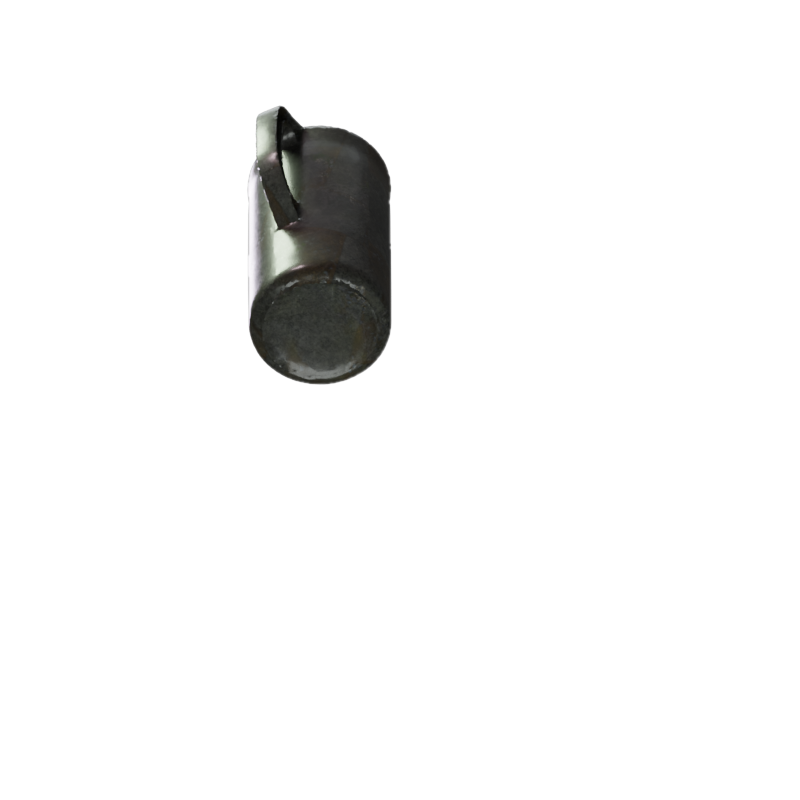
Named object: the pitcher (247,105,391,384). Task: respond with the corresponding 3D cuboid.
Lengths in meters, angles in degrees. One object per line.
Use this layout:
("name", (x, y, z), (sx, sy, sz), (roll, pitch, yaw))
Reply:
("pitcher", (-0.072, -0.132, 0.926), (0.146, 0.139, 0.259), (17, 31, -14))
